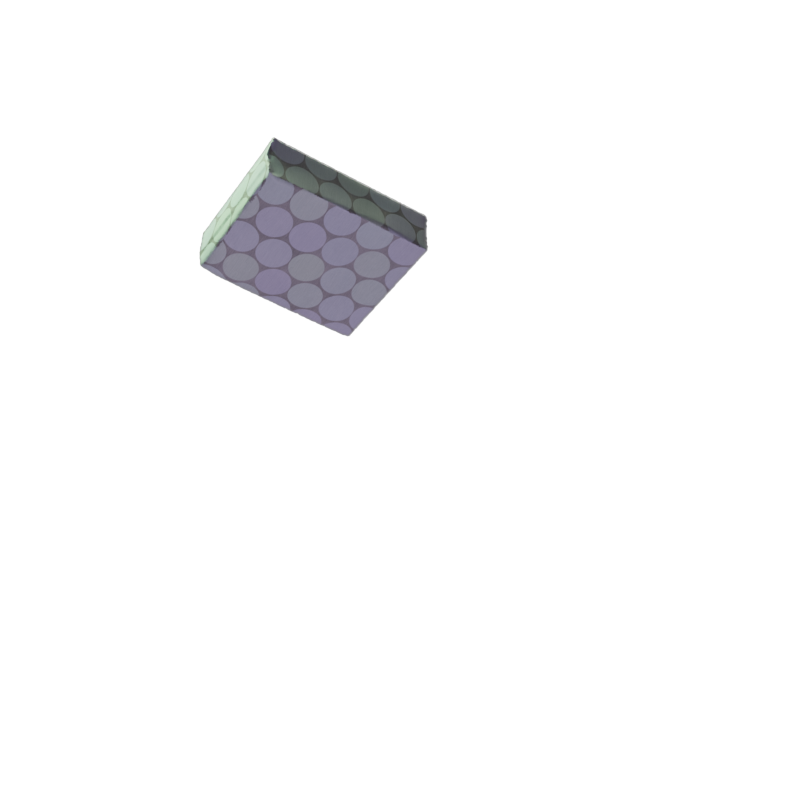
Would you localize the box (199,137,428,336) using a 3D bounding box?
[{"bbox_3d":[-0.053,-0.096,0.676,0.109,0.042,0.087,24,-50,-23],"label":"box"}]
